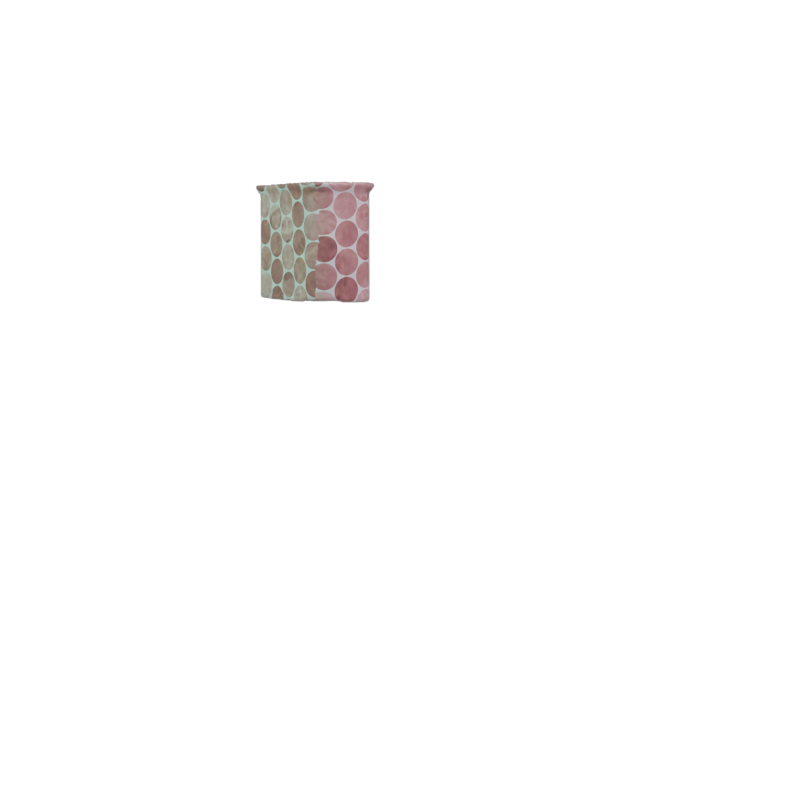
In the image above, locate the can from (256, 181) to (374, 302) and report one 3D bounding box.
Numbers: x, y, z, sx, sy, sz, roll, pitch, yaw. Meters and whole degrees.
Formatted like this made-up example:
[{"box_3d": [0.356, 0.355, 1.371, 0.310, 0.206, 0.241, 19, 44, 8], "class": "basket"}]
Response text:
[{"box_3d": [-0.063, -0.115, 0.803, 0.056, 0.083, 0.106, -2, 6, -32], "class": "can"}]
